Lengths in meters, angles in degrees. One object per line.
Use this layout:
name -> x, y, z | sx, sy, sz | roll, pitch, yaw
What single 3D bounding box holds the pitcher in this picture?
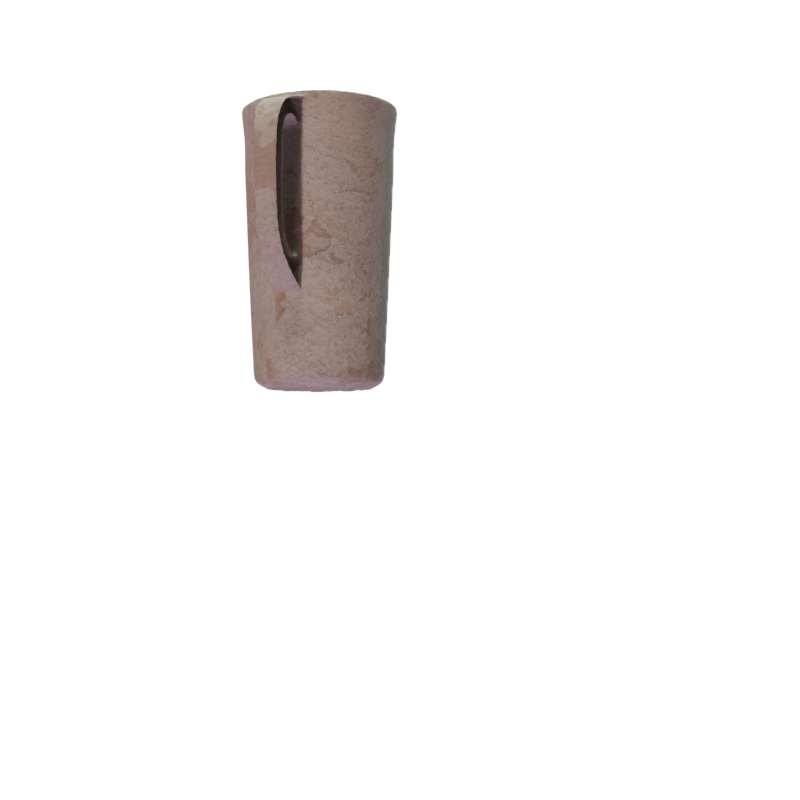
pitcher -> -0.072, -0.132, 0.925 | 0.144, 0.249, 0.146 | 3, -9, -24
